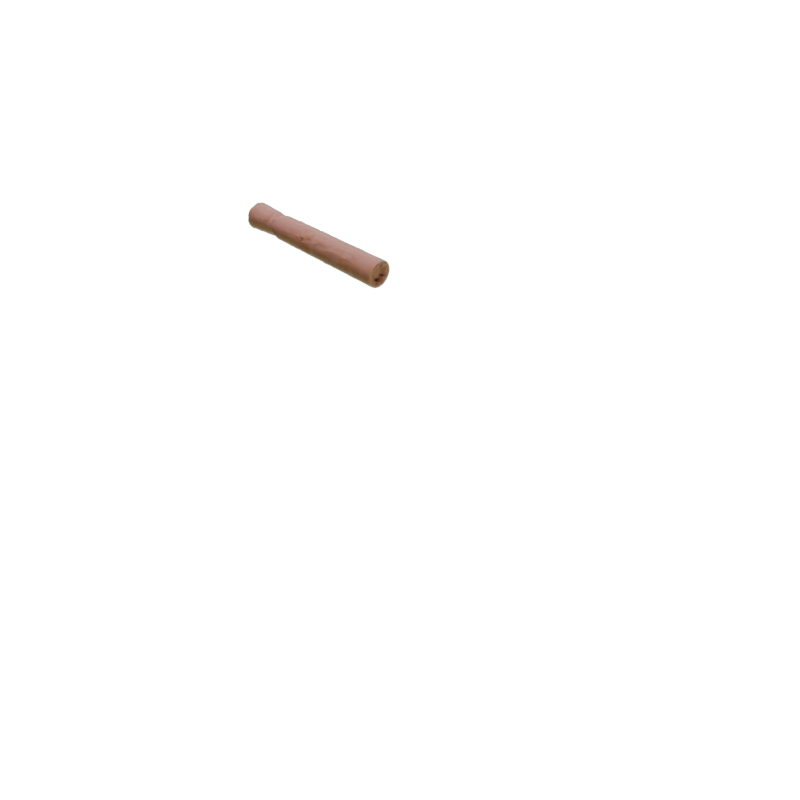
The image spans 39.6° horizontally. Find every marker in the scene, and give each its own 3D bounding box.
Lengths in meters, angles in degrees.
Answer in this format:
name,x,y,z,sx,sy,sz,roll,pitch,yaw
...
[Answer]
name,x,y,z,sx,sy,sz,roll,pitch,yaw
marker,-0.058,-0.105,0.736,0.129,0.019,0.019,30,22,36
